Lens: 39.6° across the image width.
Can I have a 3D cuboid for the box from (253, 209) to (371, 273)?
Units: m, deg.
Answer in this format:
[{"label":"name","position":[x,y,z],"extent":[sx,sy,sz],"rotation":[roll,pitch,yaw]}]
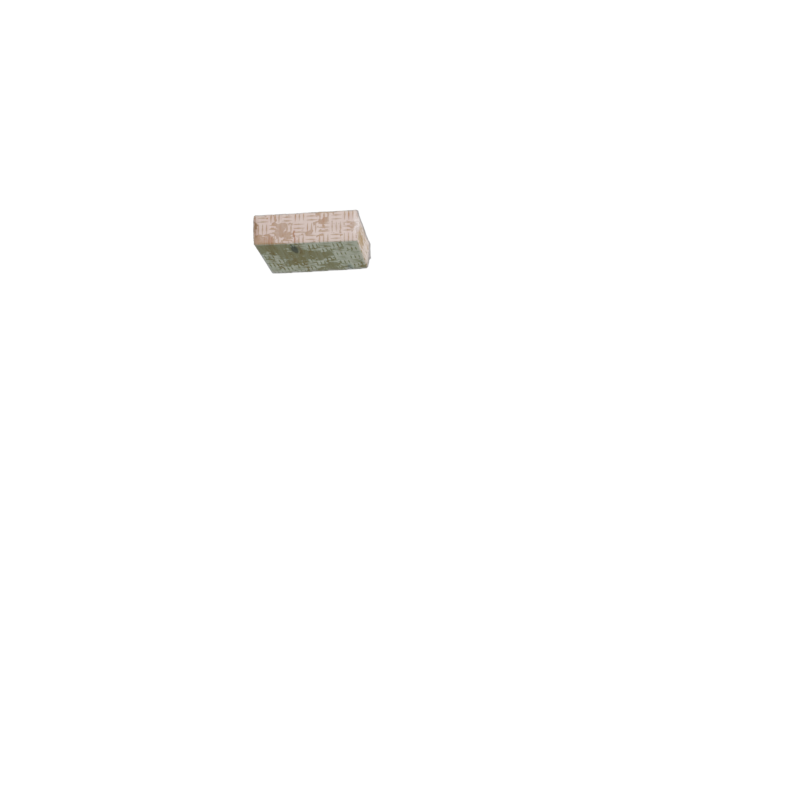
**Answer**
[{"label":"box","position":[-0.073,-0.134,0.936],"extent":[0.090,0.031,0.069],"rotation":[-2,-14,8]}]
